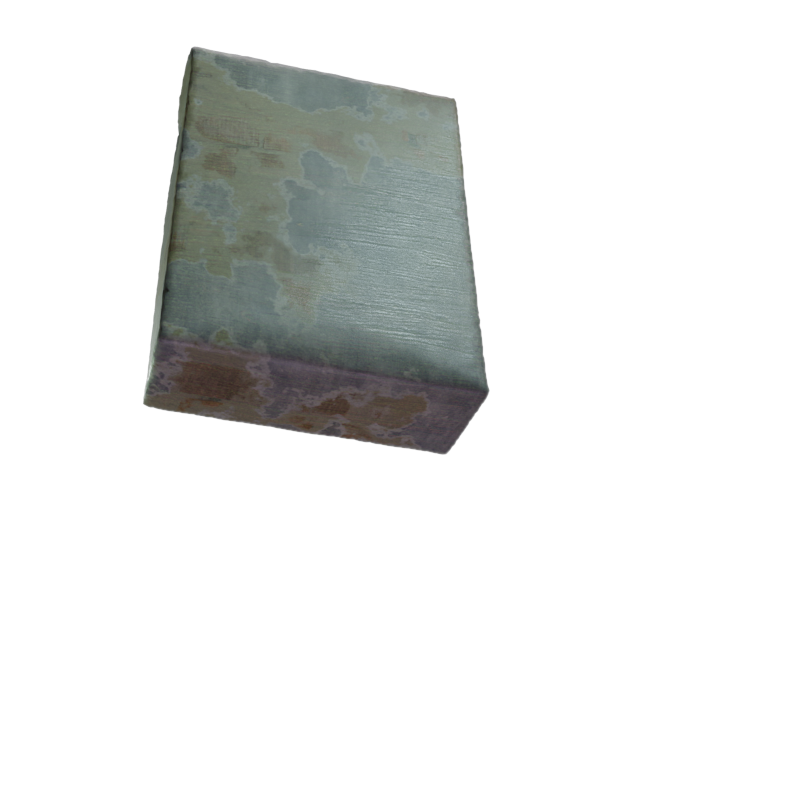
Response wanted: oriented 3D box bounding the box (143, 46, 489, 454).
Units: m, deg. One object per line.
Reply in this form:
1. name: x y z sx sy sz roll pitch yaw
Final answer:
1. box: -0.048 -0.087 0.608 0.161 0.229 0.068 8 -40 -13
